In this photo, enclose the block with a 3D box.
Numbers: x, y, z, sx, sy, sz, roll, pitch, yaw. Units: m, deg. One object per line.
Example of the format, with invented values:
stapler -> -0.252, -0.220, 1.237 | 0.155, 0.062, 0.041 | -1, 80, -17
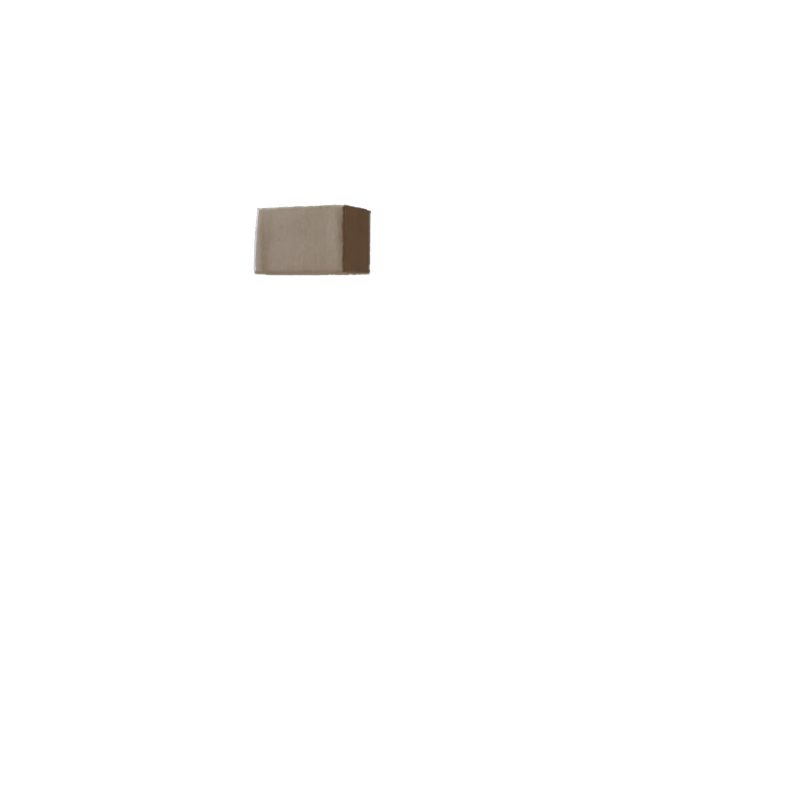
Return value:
block -> -0.067, -0.123, 0.858 | 0.080, 0.051, 0.051 | 1, 1, 23
